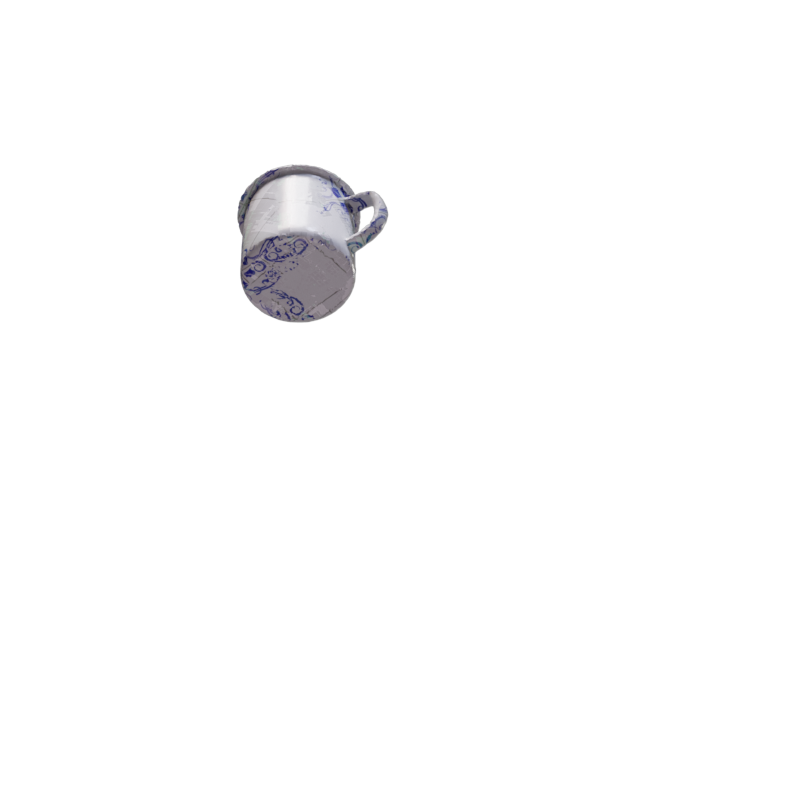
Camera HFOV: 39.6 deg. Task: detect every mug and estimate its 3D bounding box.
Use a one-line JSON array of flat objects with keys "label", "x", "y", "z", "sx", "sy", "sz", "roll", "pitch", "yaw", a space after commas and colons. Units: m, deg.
[{"label": "mug", "x": -0.063, "y": -0.114, "z": 0.799, "sx": 0.118, "sy": 0.086, "sz": 0.087, "roll": -20, "pitch": 38, "yaw": 14}]
